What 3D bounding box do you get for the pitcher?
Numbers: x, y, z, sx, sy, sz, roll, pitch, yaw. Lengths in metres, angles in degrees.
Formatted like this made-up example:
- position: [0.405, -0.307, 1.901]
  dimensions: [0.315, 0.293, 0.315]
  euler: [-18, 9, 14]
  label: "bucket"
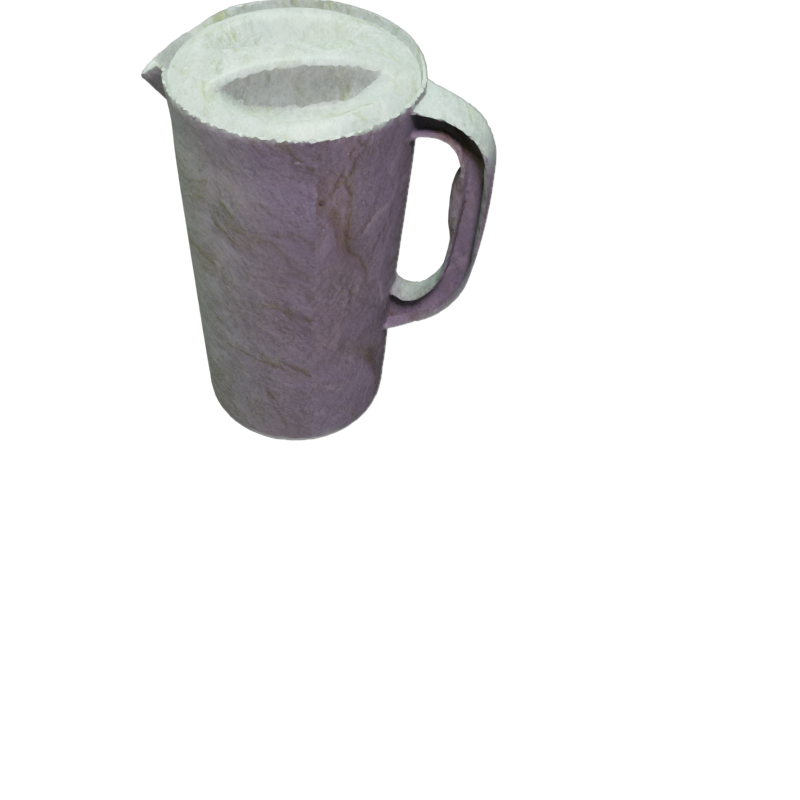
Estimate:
- position: [-0.049, -0.089, 0.623]
  dimensions: [0.144, 0.226, 0.161]
  euler: [-21, 50, -22]
  label: "pitcher"
